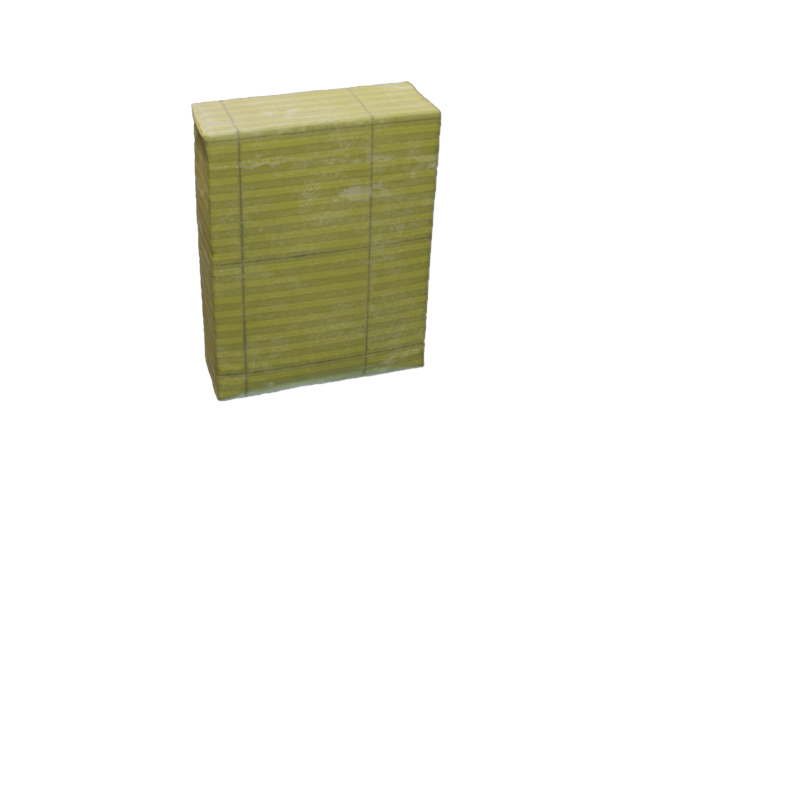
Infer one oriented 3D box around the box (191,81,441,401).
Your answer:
[{"bbox_3d":[-0.063,-0.115,0.803,0.162,0.201,0.077,-8,32,-16],"label":"box"}]
